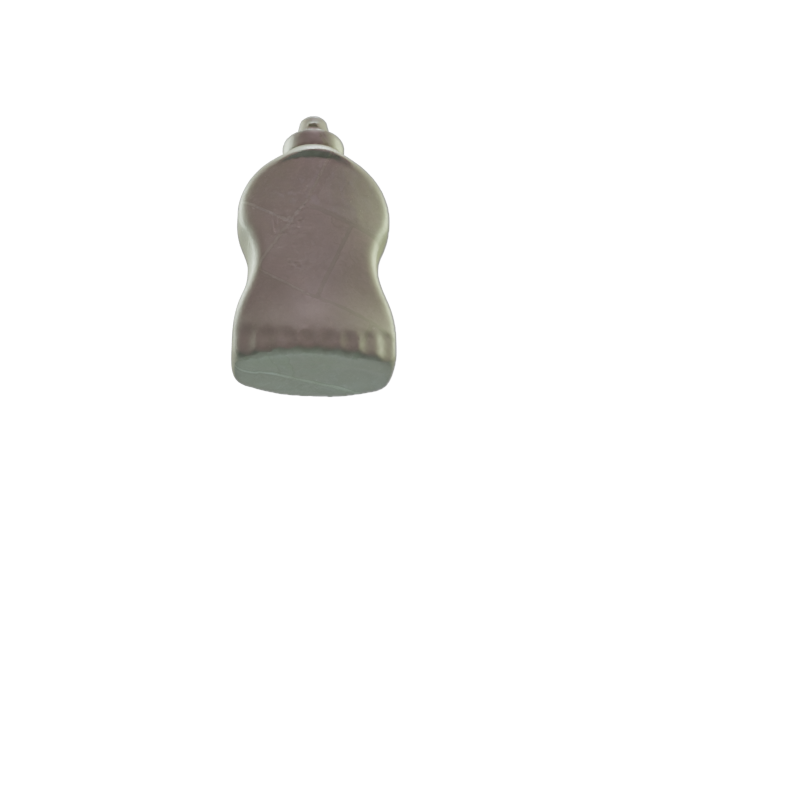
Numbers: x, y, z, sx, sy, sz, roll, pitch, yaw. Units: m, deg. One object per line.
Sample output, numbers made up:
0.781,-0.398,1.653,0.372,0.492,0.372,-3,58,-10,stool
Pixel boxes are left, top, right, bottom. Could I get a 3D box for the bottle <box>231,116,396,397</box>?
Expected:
-0.054,-0.099,0.693,0.095,0.205,0.055,1,-32,-5,bottle
